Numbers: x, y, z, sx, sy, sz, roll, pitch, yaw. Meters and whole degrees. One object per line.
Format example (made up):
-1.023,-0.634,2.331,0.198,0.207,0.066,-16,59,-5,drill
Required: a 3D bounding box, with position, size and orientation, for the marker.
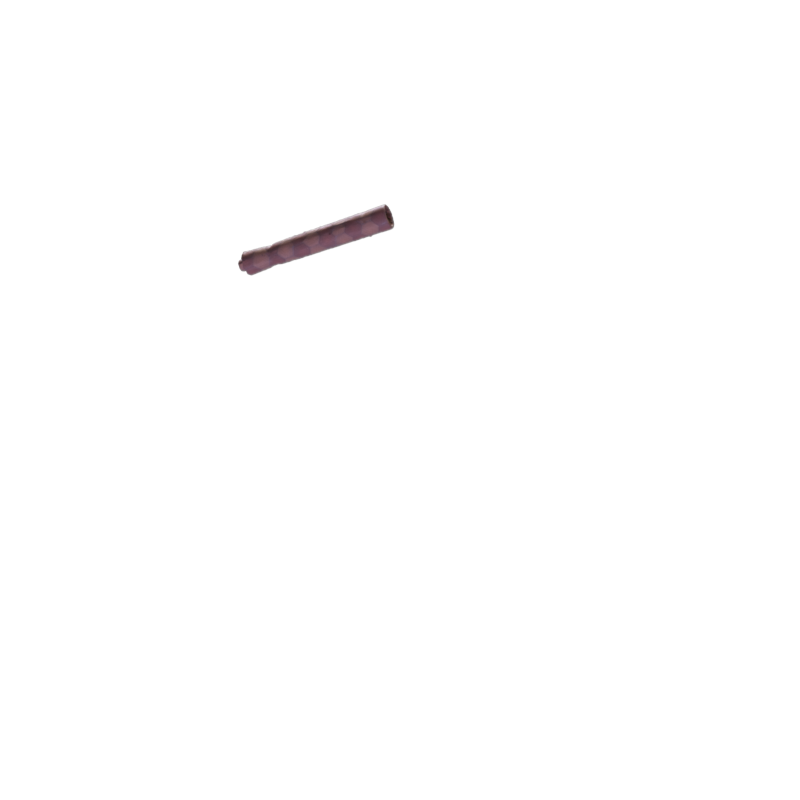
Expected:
-0.063,-0.115,0.807,0.122,0.020,0.019,-16,-1,19,marker
